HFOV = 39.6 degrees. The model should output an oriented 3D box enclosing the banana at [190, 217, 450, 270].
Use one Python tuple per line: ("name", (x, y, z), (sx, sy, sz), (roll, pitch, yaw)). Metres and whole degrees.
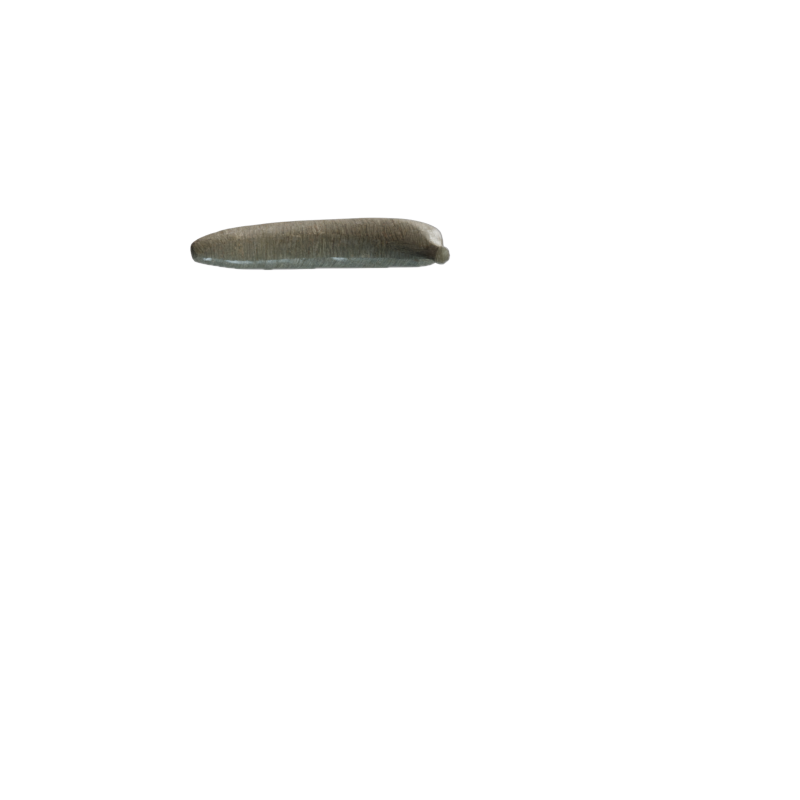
("banana", (-0.051, -0.112, 0.794), (0.203, 0.037, 0.068), (2, 3, 23))
